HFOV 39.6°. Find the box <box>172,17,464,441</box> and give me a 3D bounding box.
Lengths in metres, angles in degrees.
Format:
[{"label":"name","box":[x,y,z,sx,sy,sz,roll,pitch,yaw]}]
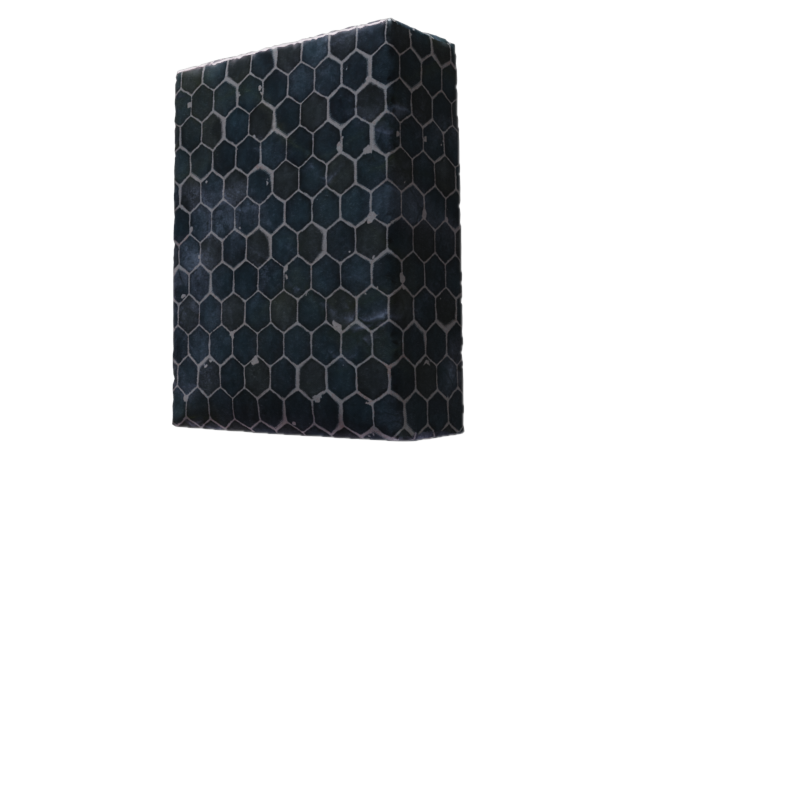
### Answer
[{"label":"box","box":[-0.049,-0.089,0.624,0.170,0.217,0.069,-3,-5,38]}]
